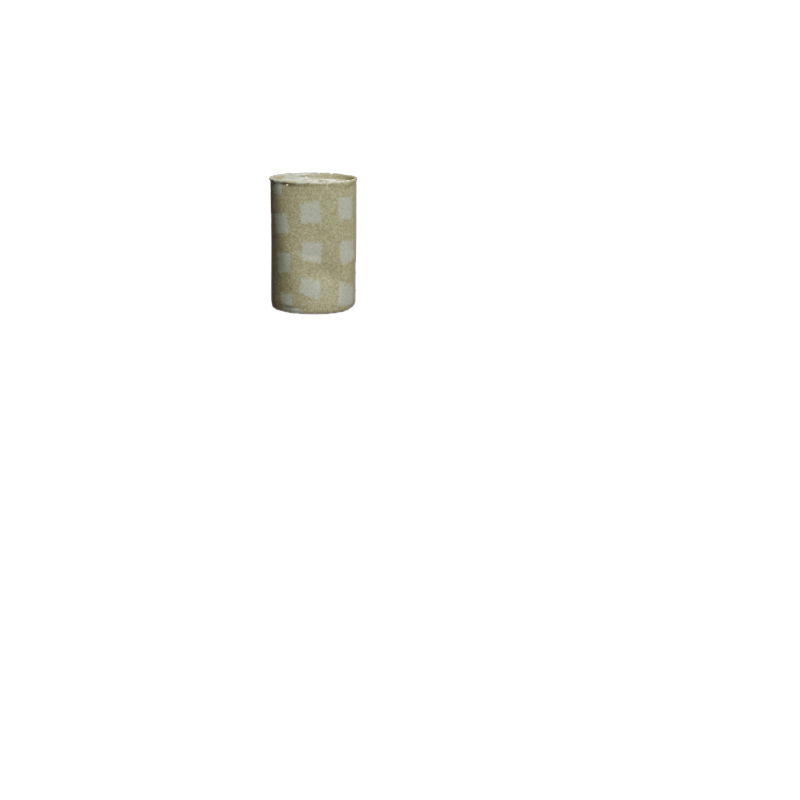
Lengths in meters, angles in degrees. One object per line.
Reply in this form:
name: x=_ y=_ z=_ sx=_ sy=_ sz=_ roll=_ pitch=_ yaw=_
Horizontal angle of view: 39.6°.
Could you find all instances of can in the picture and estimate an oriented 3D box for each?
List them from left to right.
can: x=-0.068 y=-0.123 z=0.864 sx=0.068 sy=0.100 sz=0.071 roll=0 pitch=12 yaw=-2
